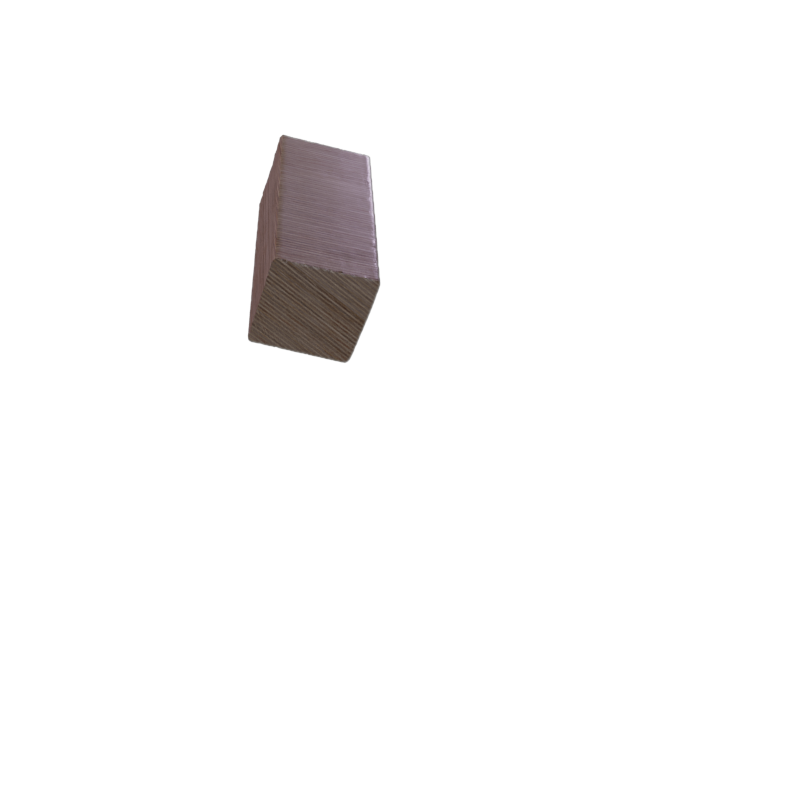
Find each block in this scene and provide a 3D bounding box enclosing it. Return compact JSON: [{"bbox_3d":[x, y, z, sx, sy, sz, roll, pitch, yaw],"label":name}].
[{"bbox_3d":[-0.077,-0.139,0.980,0.089,0.086,0.221,12,37,-13],"label":"block"}]
